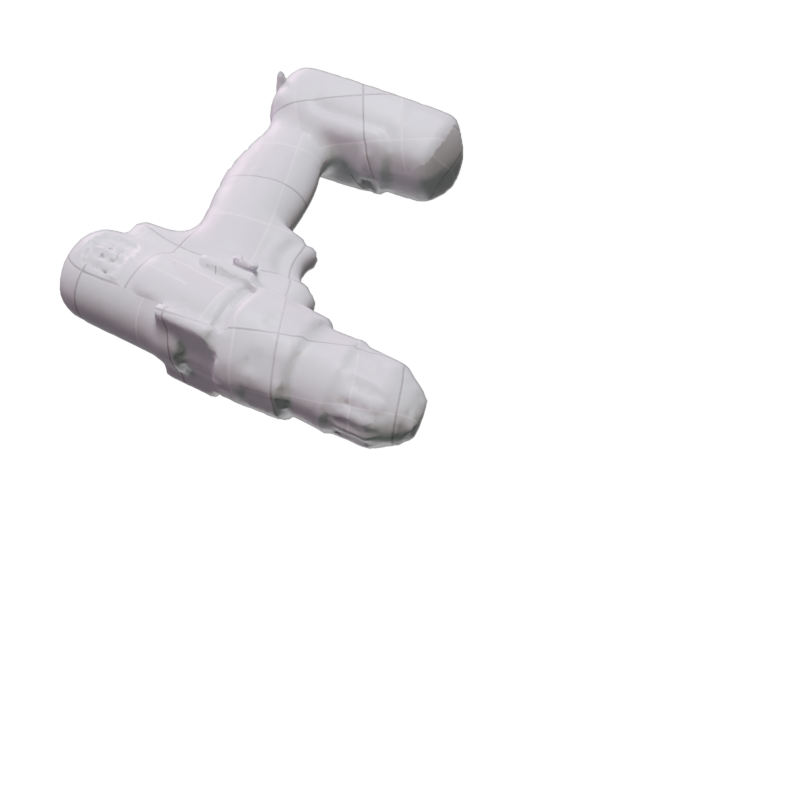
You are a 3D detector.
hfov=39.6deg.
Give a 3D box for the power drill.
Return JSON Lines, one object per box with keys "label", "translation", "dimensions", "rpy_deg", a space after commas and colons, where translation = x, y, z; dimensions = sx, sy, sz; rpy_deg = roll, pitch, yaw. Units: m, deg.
{"label": "power drill", "translation": [-0.042, -0.077, 0.536], "dimensions": [0.192, 0.193, 0.053], "rpy_deg": [23, -37, 18]}
